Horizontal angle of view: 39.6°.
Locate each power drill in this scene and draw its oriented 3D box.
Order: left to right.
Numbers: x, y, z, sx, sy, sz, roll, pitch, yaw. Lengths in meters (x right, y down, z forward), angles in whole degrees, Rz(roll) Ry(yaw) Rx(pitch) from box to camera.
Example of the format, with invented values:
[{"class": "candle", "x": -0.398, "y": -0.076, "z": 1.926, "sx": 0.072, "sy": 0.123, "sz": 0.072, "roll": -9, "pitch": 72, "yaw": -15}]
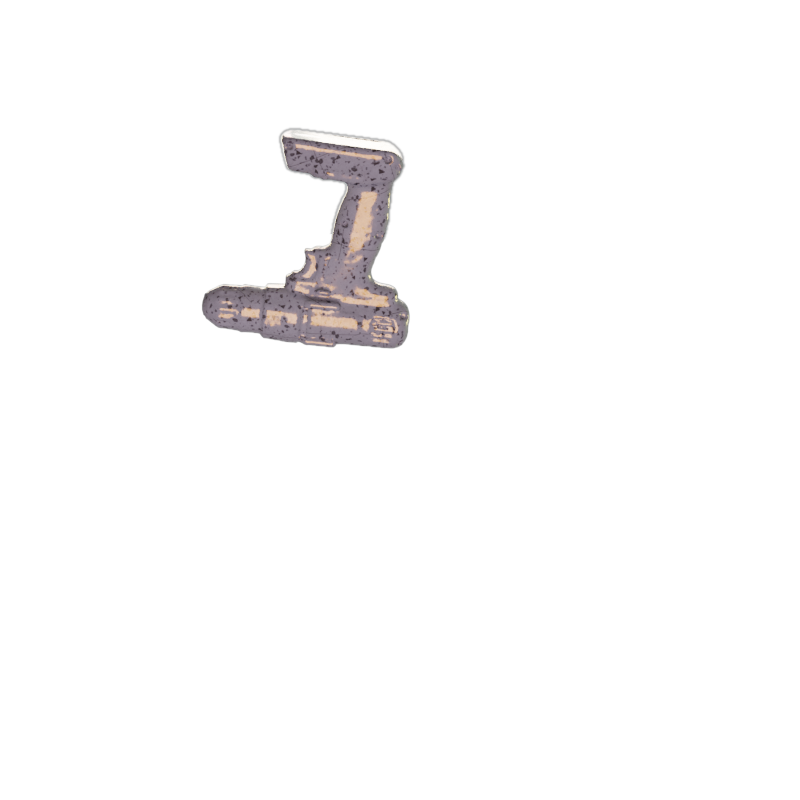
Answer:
[{"class": "power drill", "x": -0.076, "y": -0.138, "z": 0.967, "sx": 0.184, "sy": 0.180, "sz": 0.060, "roll": 6, "pitch": 19, "yaw": -3}]
